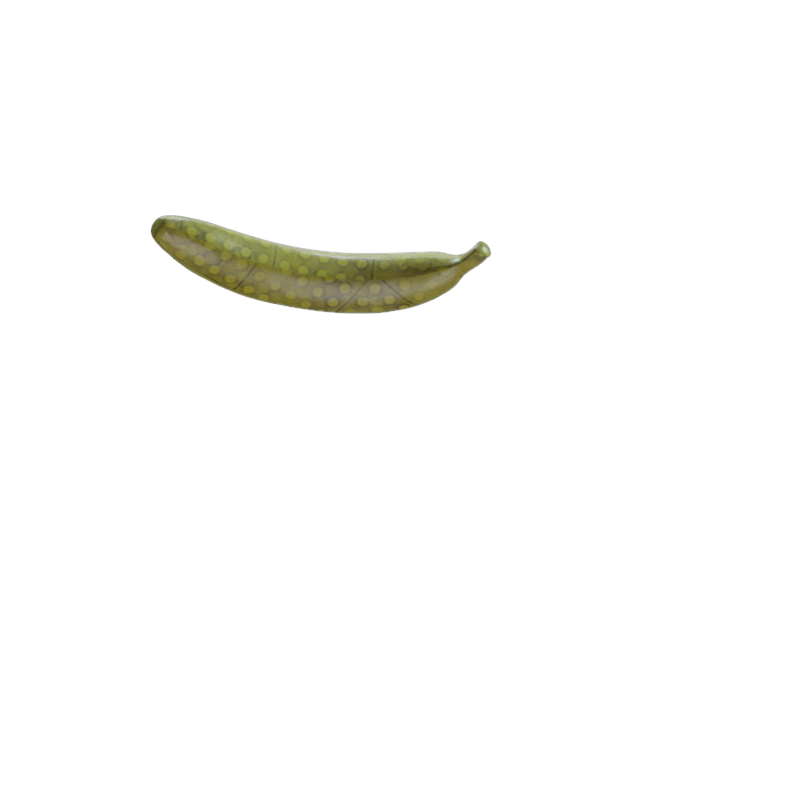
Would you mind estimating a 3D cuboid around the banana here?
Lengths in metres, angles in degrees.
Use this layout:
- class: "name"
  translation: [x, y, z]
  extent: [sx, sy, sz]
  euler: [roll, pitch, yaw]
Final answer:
- class: "banana"
  translation: [-0.050, -0.082, 0.669]
  extent: [0.197, 0.039, 0.065]
  euler: [3, -43, -3]
